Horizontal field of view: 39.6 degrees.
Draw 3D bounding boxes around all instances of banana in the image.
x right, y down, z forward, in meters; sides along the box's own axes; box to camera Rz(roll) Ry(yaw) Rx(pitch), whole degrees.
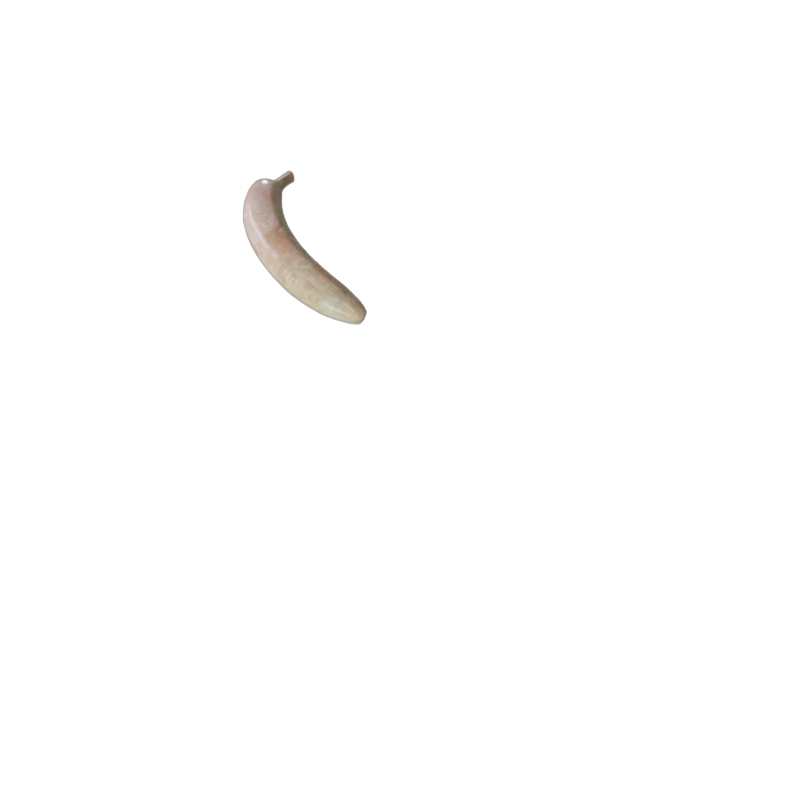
[{"bbox_3d":[-0.095,-0.138,0.979,0.069,0.214,0.034,-16,-37,-14],"label":"banana"}]
